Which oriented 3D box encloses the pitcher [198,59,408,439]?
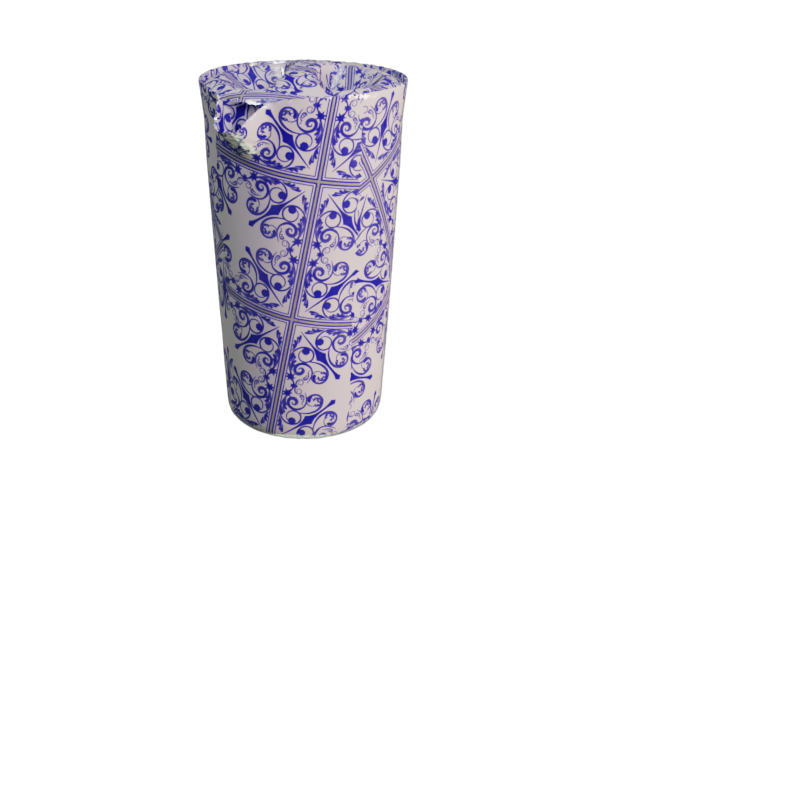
[{"bbox_3d":[-0.059,-0.107,0.751,0.147,0.232,0.154,-5,23,-15],"label":"pitcher"}]
